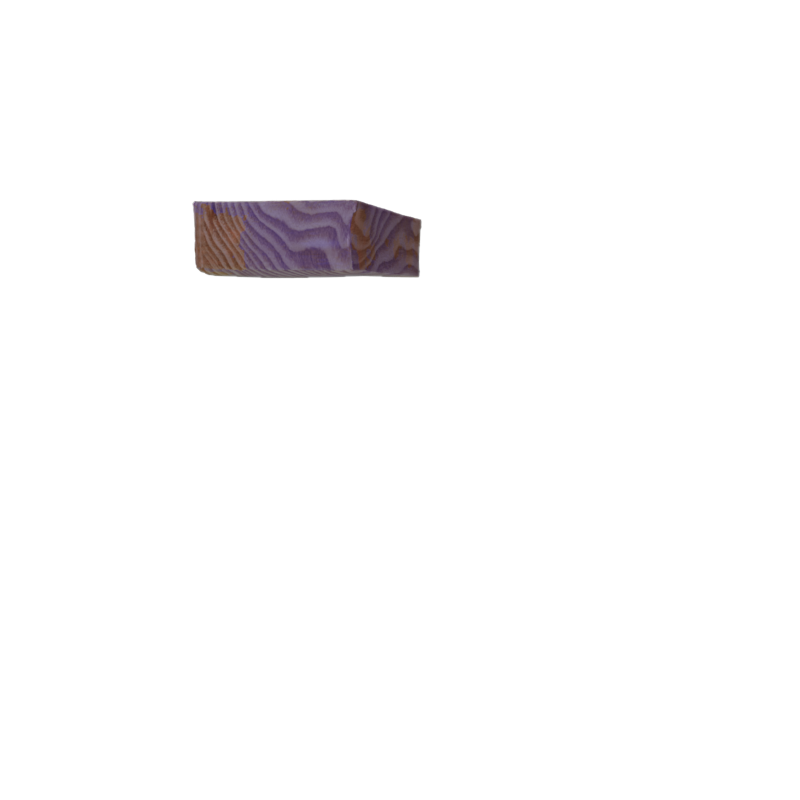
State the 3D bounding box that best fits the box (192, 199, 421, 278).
[{"bbox_3d":[-0.047,-0.085,0.593,0.092,0.039,0.111,2,6,19],"label":"box"}]
